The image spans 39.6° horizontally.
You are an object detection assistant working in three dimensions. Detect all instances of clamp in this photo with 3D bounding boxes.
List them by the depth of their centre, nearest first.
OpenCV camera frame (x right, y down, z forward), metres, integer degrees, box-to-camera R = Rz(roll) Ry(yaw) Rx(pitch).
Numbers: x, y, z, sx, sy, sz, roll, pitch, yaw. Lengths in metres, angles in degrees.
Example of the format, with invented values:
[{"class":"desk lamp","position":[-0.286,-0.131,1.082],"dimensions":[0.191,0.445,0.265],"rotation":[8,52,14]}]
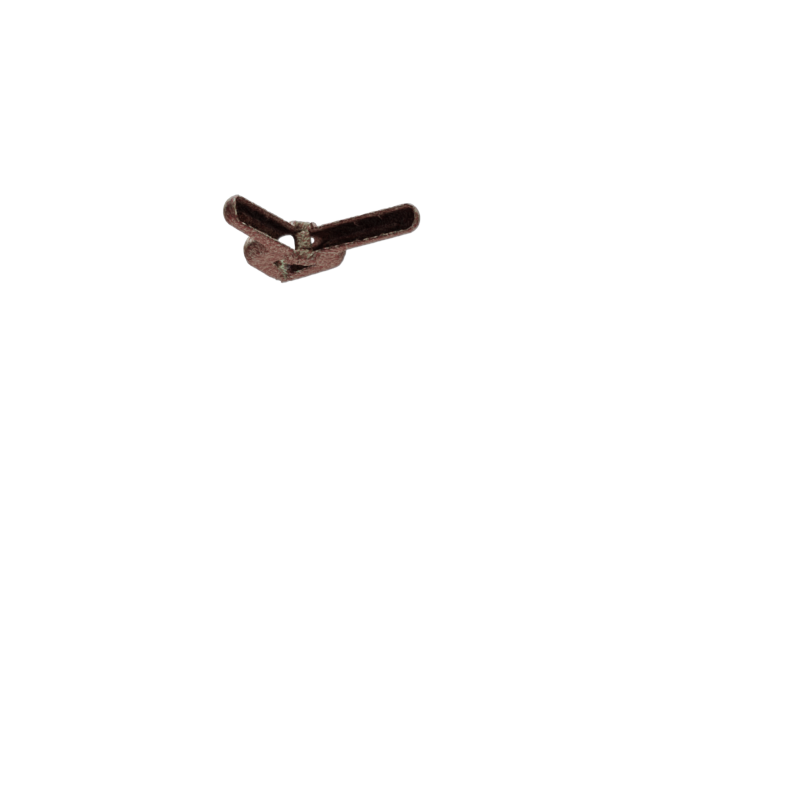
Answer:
[{"class":"clamp","position":[-0.078,-0.142,0.992],"dimensions":[0.163,0.037,0.206],"rotation":[1,-8,-8]}]
